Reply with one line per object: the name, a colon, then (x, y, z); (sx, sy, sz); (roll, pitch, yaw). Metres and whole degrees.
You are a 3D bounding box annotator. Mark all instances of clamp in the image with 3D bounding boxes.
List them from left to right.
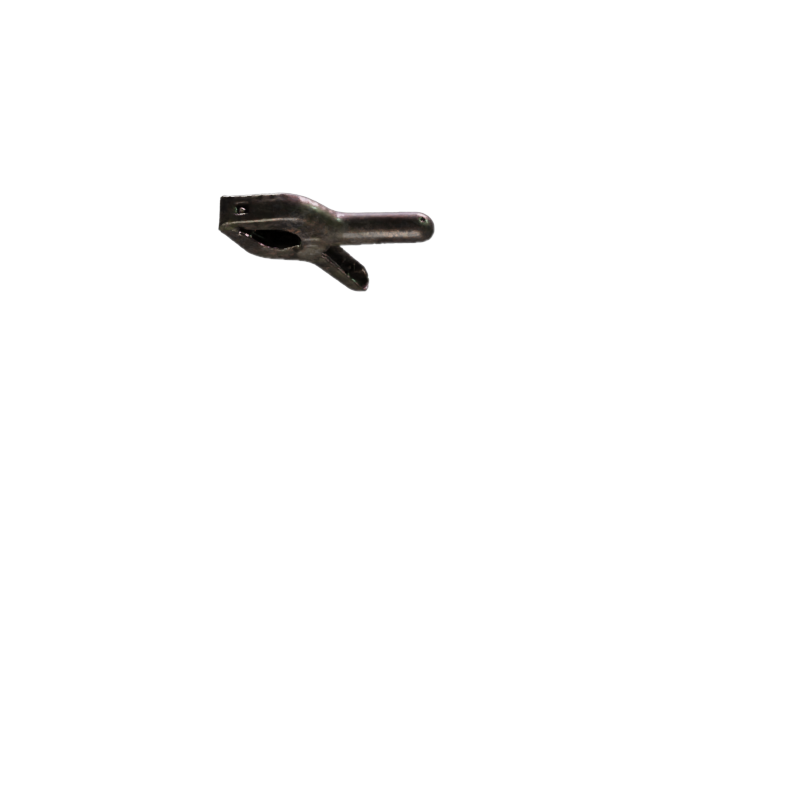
clamp: (-0.071, -0.130, 0.909); (0.167, 0.042, 0.116); (10, -32, -17)
